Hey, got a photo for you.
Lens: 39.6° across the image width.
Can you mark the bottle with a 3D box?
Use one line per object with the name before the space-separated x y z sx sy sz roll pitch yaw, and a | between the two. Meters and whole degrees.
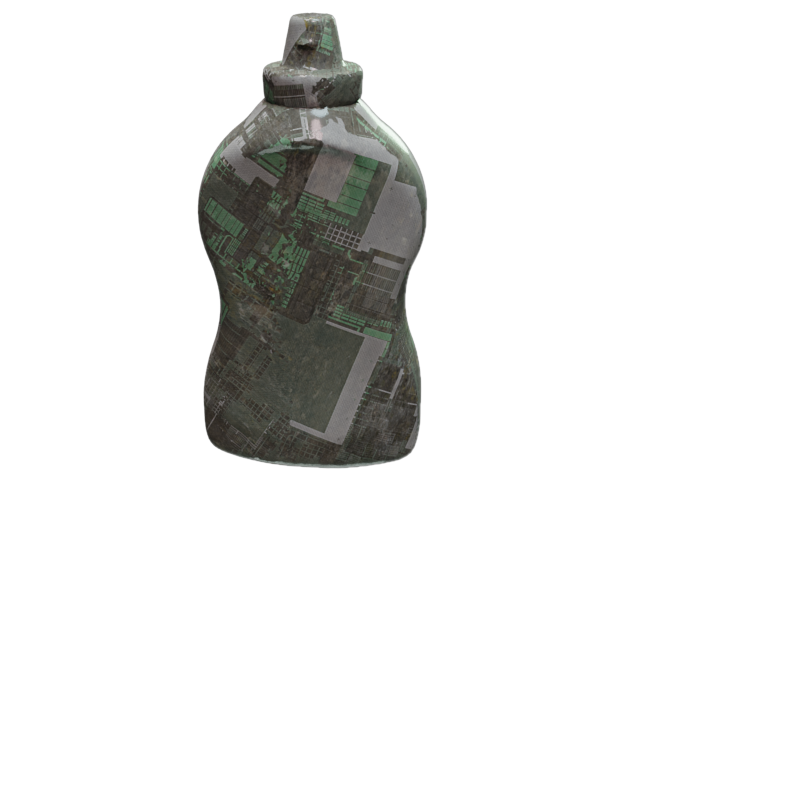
bottle | -0.037 -0.067 0.473 0.097 0.183 0.060 4 20 7
